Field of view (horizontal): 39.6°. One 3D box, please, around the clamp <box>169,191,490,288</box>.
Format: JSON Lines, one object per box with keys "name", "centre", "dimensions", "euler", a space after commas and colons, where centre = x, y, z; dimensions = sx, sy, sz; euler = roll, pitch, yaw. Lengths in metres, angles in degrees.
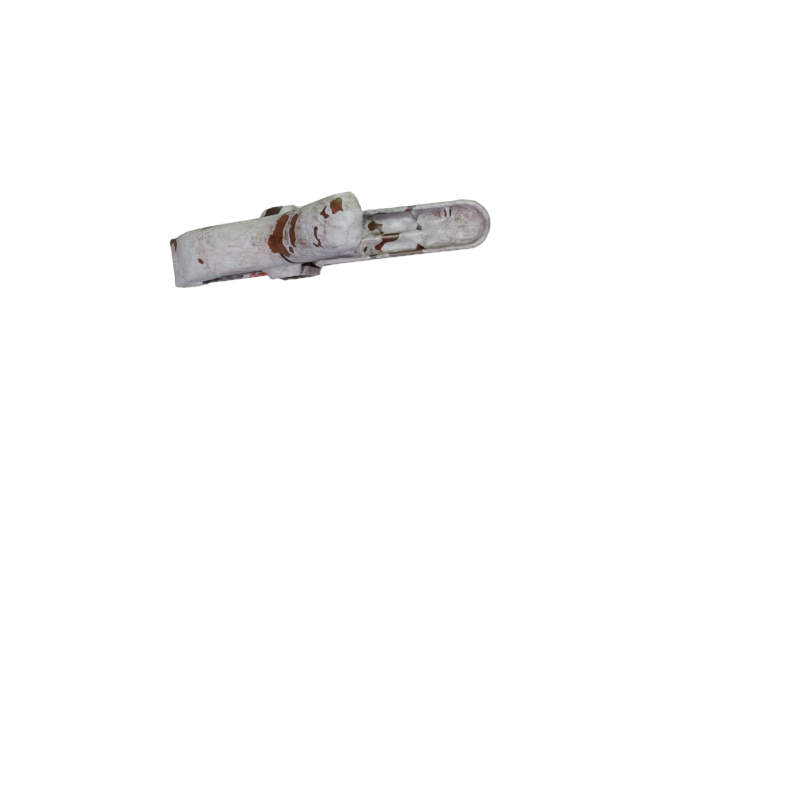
{"name": "clamp", "centre": [-0.044, -0.080, 0.560], "dimensions": [0.115, 0.040, 0.177], "euler": [0, 1, -45]}
